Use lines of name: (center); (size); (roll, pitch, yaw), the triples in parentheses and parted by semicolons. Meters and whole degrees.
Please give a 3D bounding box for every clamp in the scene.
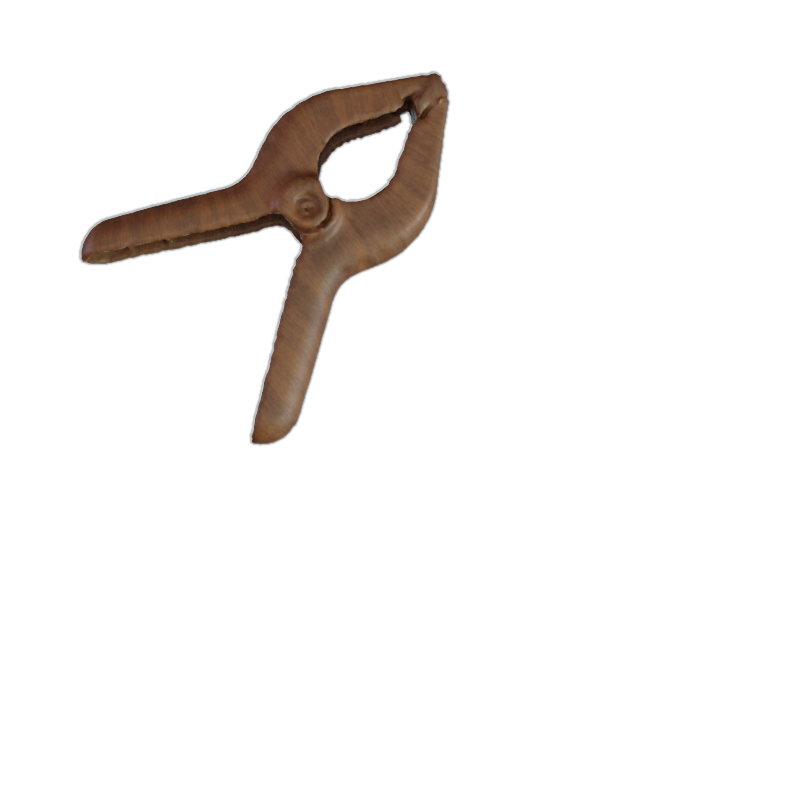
clamp: (-0.037, -0.068, 0.475); (0.171, 0.121, 0.039); (-36, -3, -3)
